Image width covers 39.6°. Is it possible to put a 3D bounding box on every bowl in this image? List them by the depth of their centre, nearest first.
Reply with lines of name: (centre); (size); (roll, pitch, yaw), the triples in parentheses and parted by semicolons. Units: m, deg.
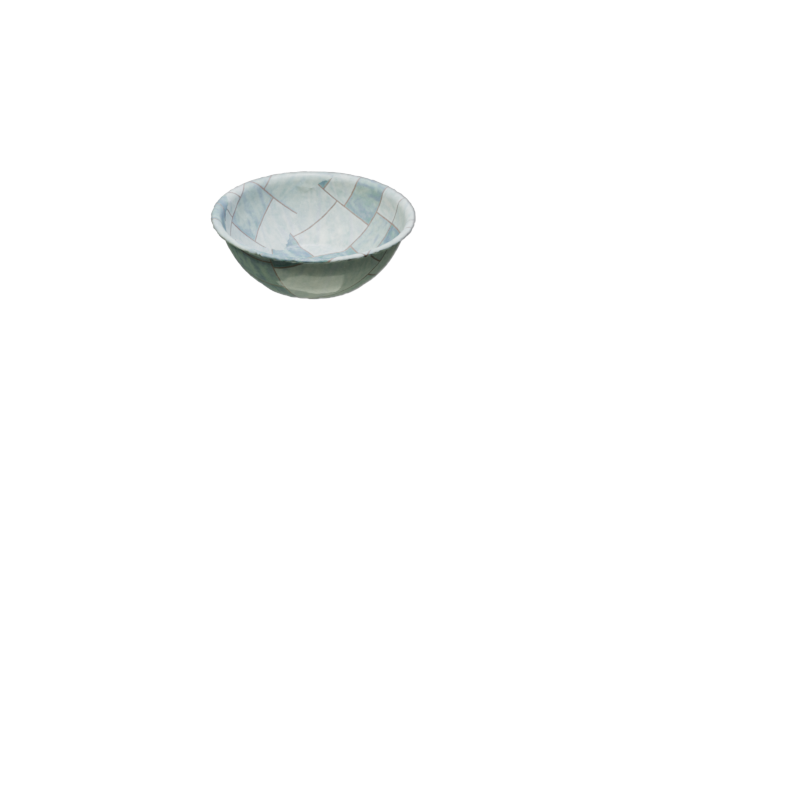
bowl: (-0.069, -0.126, 0.885); (0.162, 0.052, 0.172); (-1, 33, -2)
